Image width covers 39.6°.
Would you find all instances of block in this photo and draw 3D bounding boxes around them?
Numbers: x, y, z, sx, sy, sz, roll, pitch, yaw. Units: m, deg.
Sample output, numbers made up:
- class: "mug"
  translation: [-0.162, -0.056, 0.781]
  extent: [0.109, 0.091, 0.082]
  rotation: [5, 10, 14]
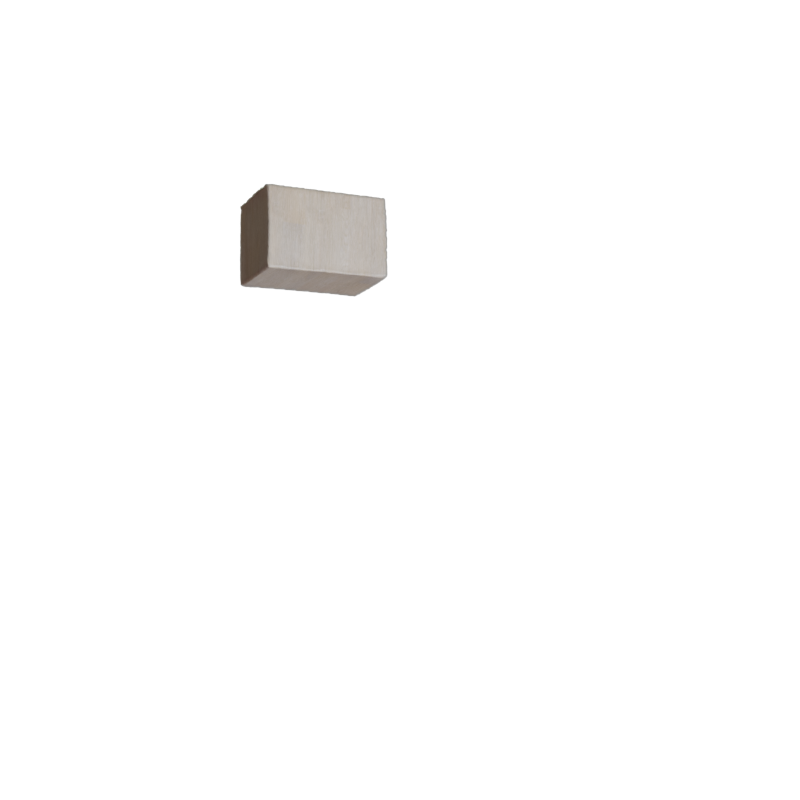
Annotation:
- class: "block"
  translation: [-0.052, -0.096, 0.669]
  extent: [0.075, 0.053, 0.053]
  rotation: [4, -13, -23]
